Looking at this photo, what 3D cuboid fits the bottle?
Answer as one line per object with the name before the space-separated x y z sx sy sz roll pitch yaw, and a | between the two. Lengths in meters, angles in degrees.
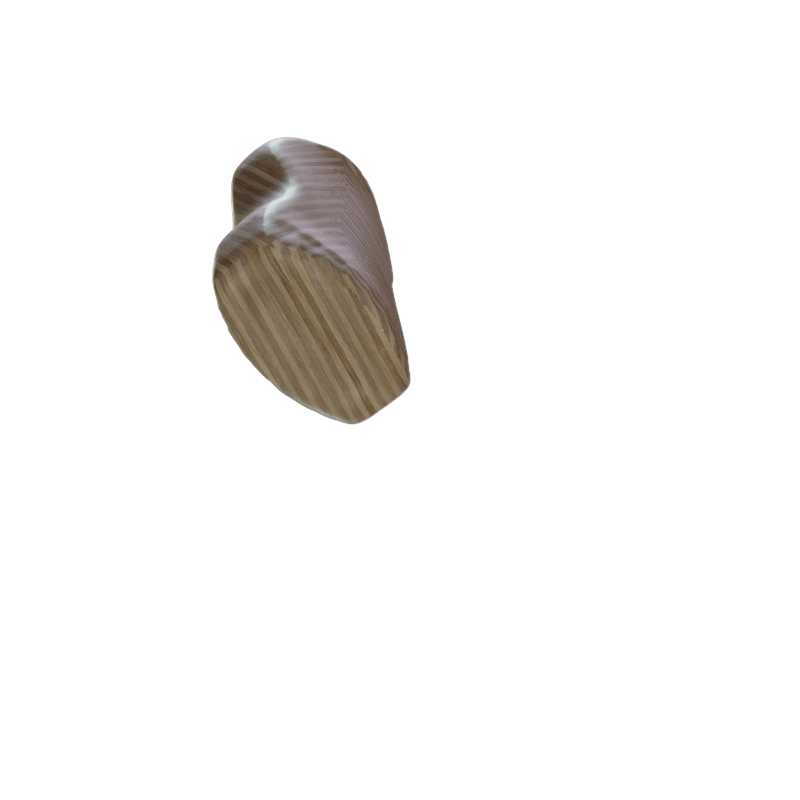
bottle | -0.041 -0.076 0.534 0.058 0.091 0.203 -39 25 18
